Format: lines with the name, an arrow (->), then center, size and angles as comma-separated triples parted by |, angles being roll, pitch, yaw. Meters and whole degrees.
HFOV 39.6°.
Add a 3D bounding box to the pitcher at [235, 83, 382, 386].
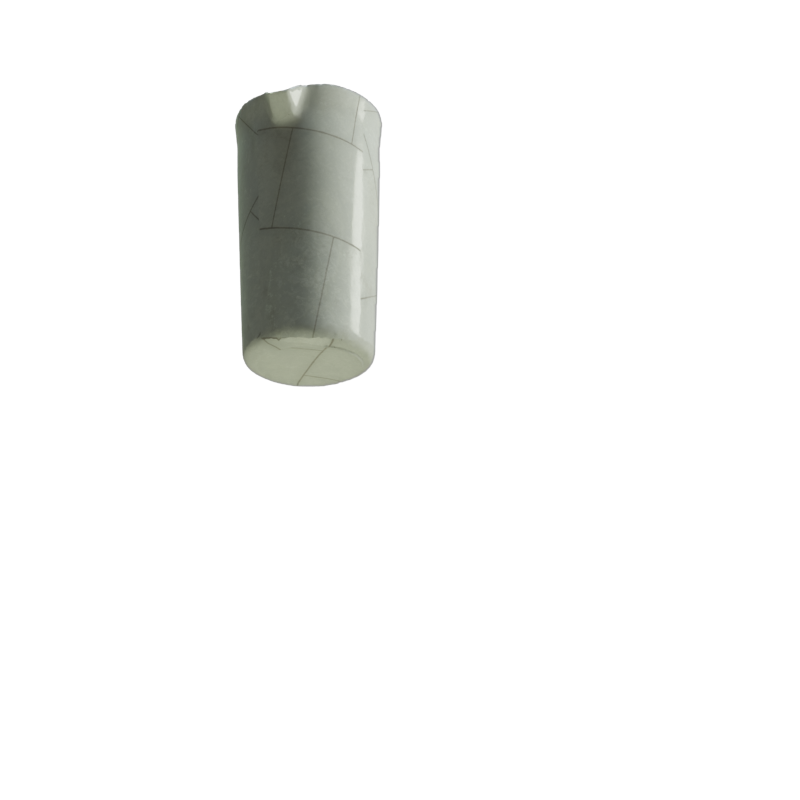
pitcher -> -0.075, -0.137, 0.961 | 0.143, 0.258, 0.143 | 13, -29, -27
